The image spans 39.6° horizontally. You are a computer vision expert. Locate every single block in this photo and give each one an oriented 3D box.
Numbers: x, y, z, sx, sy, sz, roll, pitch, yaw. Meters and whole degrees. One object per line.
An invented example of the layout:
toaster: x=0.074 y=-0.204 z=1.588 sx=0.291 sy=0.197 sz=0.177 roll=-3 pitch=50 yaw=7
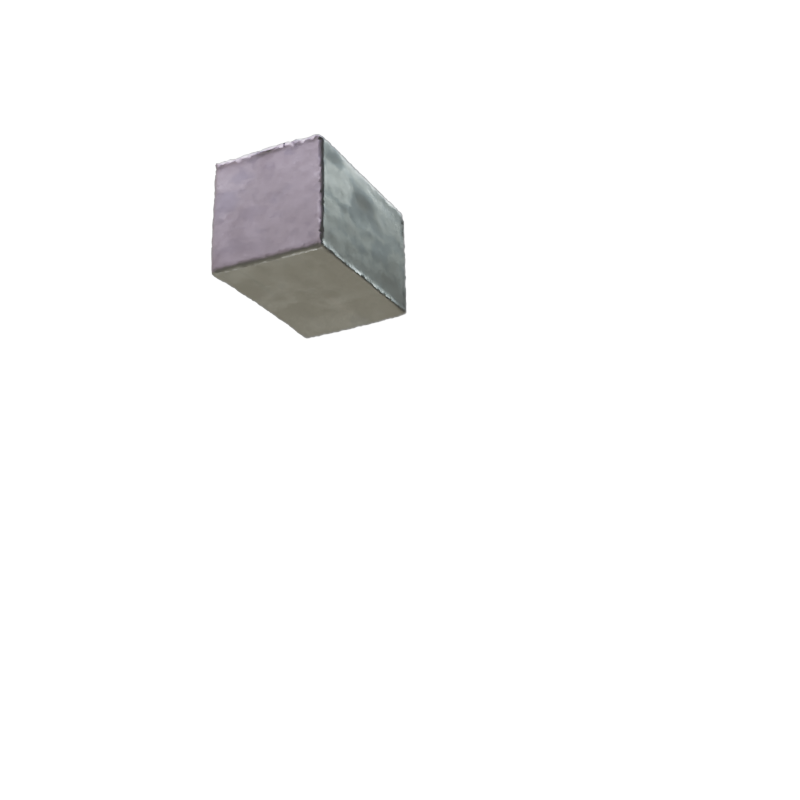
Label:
block: x=-0.037 y=-0.067 z=0.467 sx=0.054 sy=0.054 sz=0.072 roll=-12 pitch=-25 yaw=24
